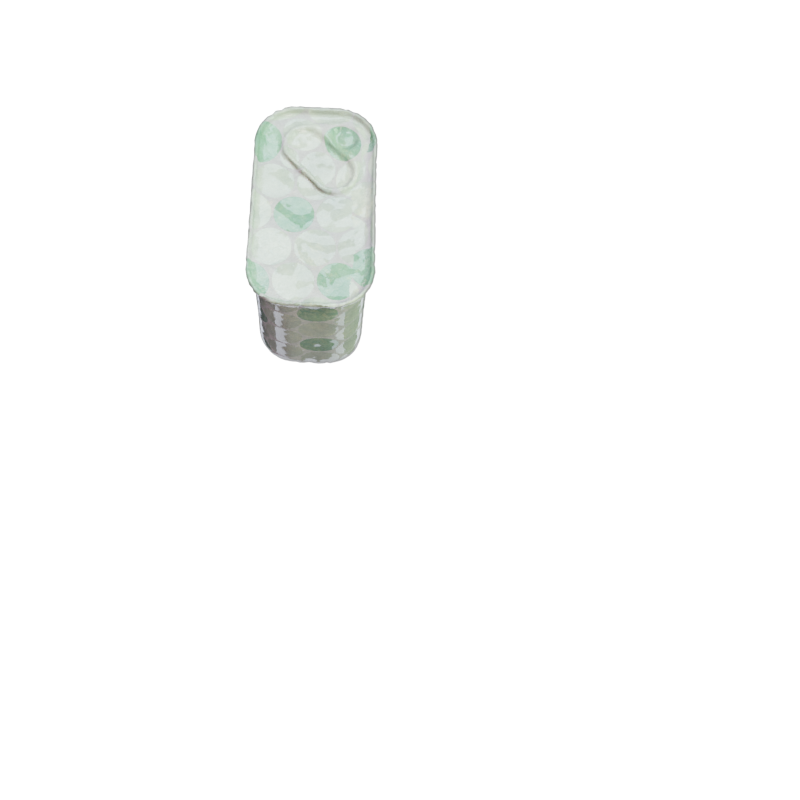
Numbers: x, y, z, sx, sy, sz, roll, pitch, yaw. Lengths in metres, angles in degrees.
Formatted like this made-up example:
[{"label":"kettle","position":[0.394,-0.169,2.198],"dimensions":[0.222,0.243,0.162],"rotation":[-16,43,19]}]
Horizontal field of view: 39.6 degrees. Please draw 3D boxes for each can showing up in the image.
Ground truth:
[{"label":"can","position":[-0.042,-0.077,0.538],"dimensions":[0.057,0.107,0.080],"rotation":[2,-22,-2]}]
